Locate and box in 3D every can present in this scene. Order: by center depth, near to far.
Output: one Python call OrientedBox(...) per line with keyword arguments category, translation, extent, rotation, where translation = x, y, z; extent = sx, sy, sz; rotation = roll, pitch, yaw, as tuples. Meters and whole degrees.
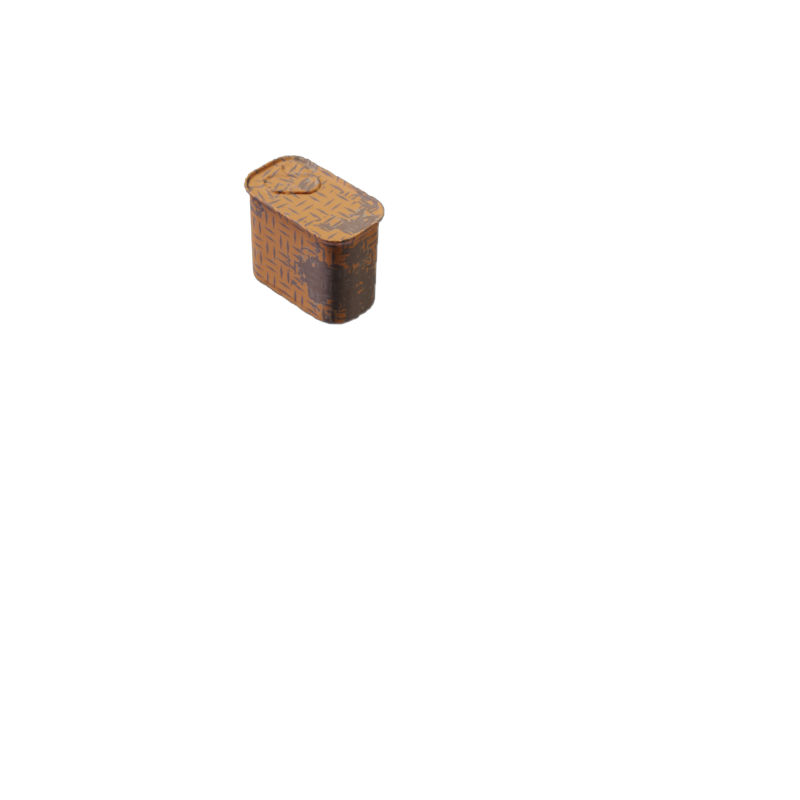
OrientedBox(category="can", translation=(-0.062, -0.112, 0.788), extent=(0.109, 0.078, 0.058), rotation=(35, 52, 29))
